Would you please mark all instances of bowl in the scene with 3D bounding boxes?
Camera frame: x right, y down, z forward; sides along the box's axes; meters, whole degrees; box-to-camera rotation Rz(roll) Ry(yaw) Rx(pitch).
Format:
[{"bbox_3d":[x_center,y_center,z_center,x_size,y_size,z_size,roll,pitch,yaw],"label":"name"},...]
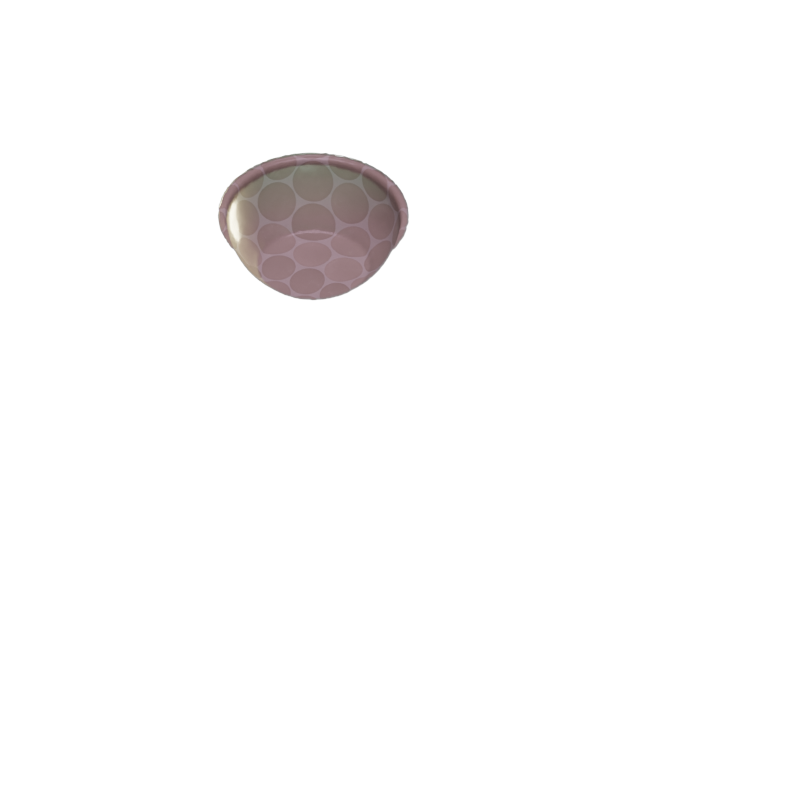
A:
[{"bbox_3d":[-0.072,-0.132,0.924,0.162,0.059,0.151,1,-35,-2],"label":"bowl"}]
